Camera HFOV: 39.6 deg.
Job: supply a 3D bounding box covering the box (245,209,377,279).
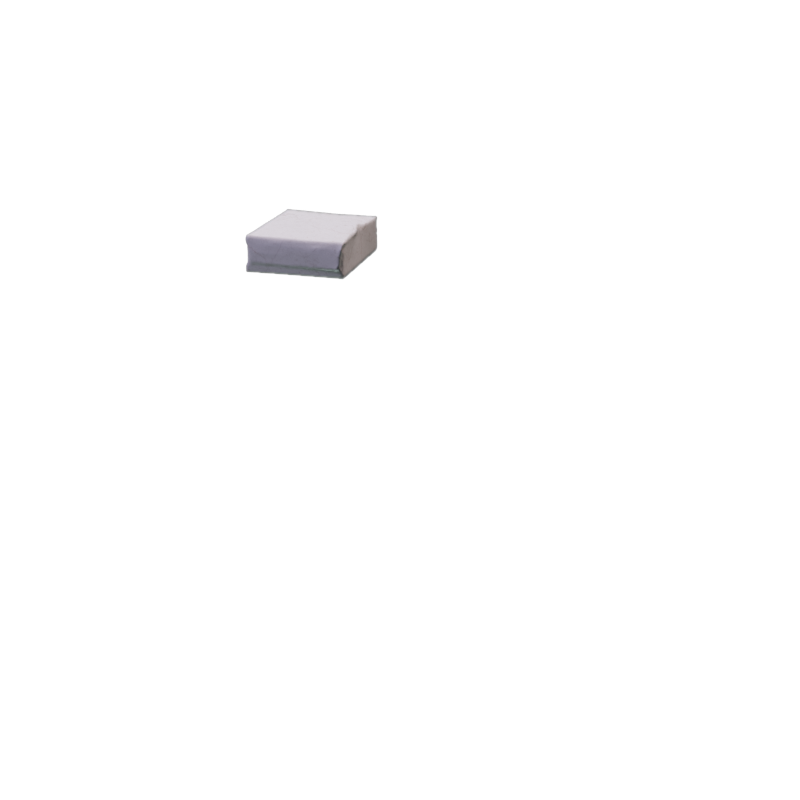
[{"bbox_3d":[-0.063,-0.115,0.806,0.075,0.029,0.091,6,22,15],"label":"box"}]
